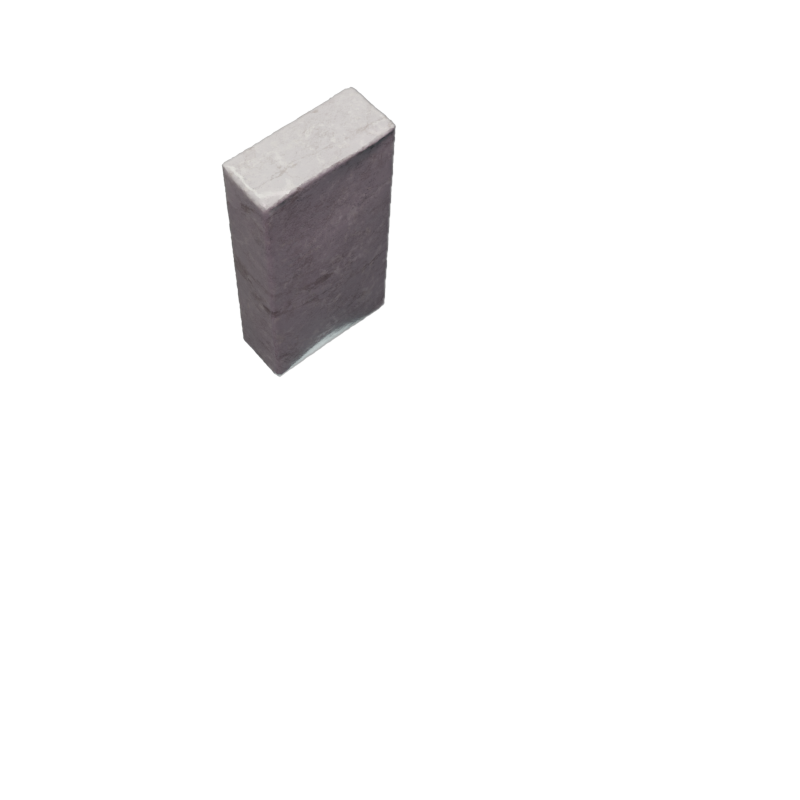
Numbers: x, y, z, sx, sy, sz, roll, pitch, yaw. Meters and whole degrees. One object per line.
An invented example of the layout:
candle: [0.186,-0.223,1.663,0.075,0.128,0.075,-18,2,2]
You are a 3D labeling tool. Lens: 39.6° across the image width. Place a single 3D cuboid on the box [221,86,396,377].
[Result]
box: [-0.051,-0.094,0.657,0.094,0.051,0.166,-36,-20,-21]
